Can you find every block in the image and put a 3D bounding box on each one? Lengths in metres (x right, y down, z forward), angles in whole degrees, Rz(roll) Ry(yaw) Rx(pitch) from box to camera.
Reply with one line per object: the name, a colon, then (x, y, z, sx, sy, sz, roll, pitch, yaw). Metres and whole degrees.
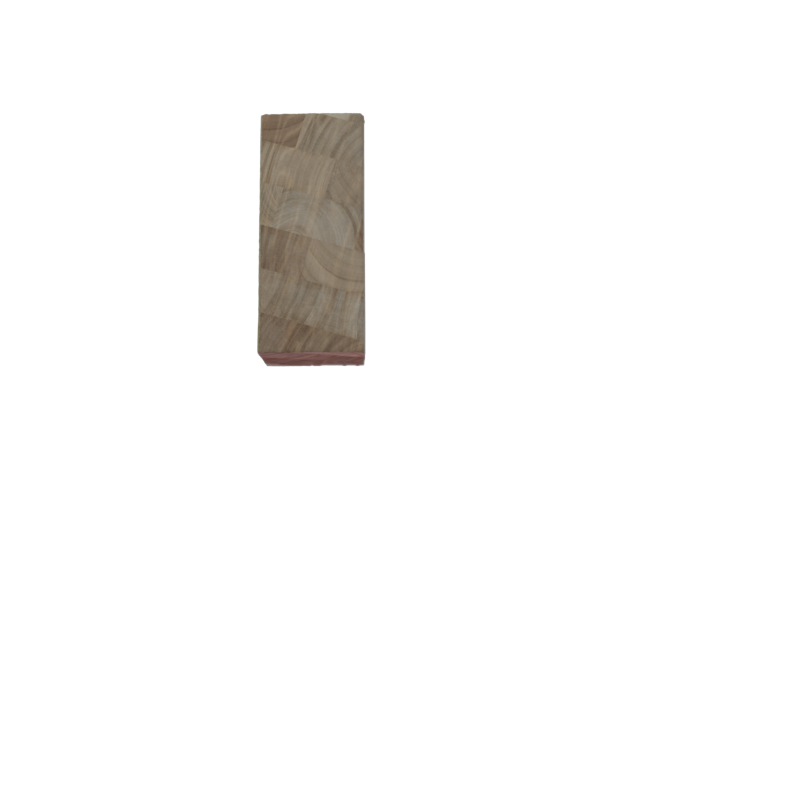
block: (-0.075, -0.138, 0.966, 0.090, 0.213, 0.088, -1, -12, 0)
